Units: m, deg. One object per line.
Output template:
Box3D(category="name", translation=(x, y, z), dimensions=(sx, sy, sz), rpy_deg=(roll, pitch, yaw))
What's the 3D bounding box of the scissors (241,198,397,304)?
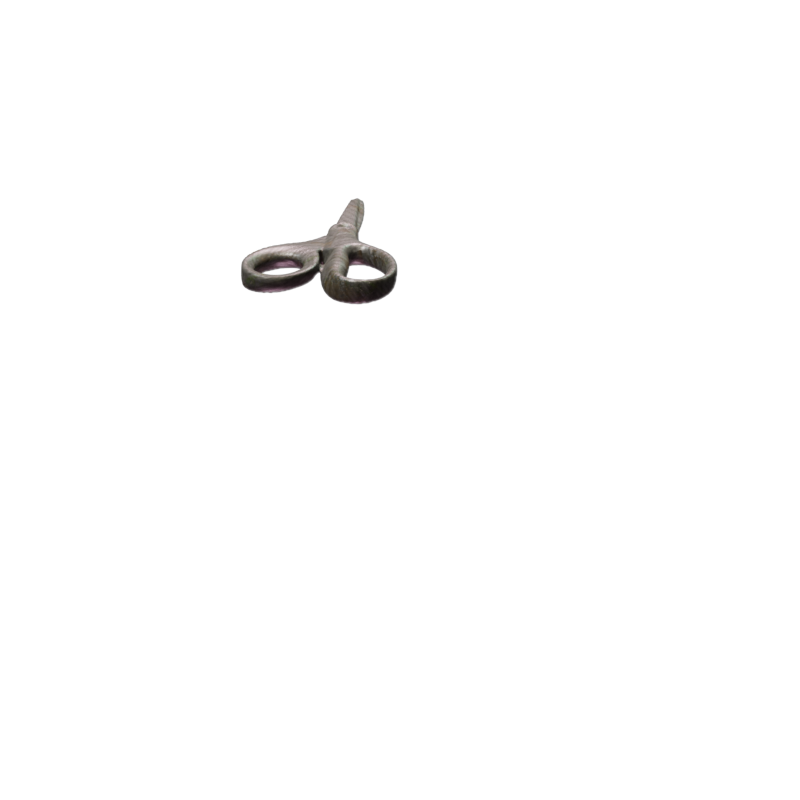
Box3D(category="scissors", translation=(-0.053, -0.097, 0.680), dimensions=(0.095, 0.015, 0.213), rpy_deg=(-4, 23, -10))
